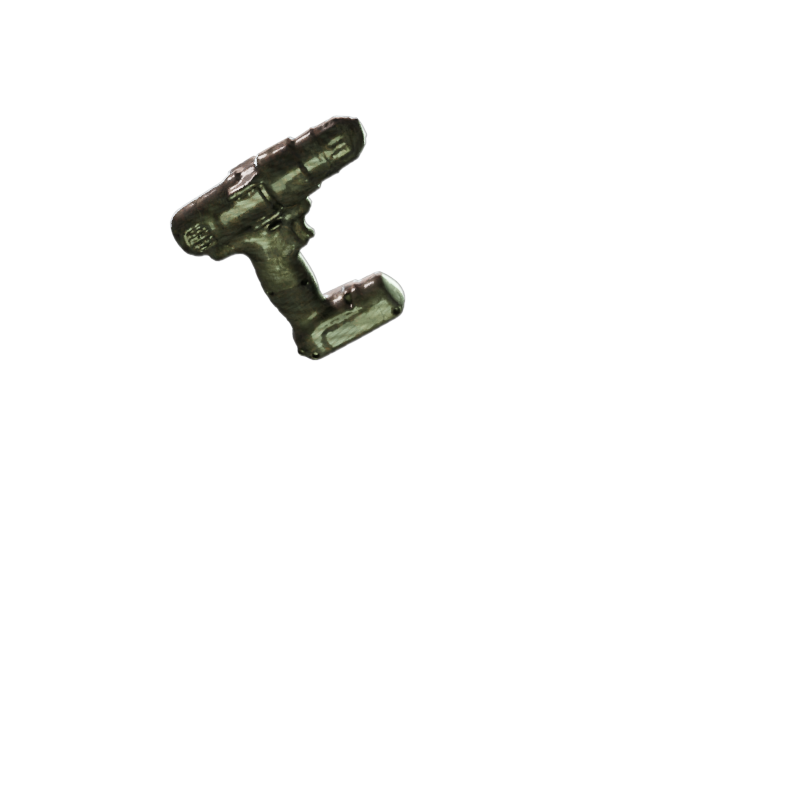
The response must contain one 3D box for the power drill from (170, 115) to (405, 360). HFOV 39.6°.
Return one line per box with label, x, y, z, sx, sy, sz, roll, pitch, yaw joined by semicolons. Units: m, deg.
power drill;-0.074;-0.135;0.946;0.184;0.176;0.061;-28;29;17
